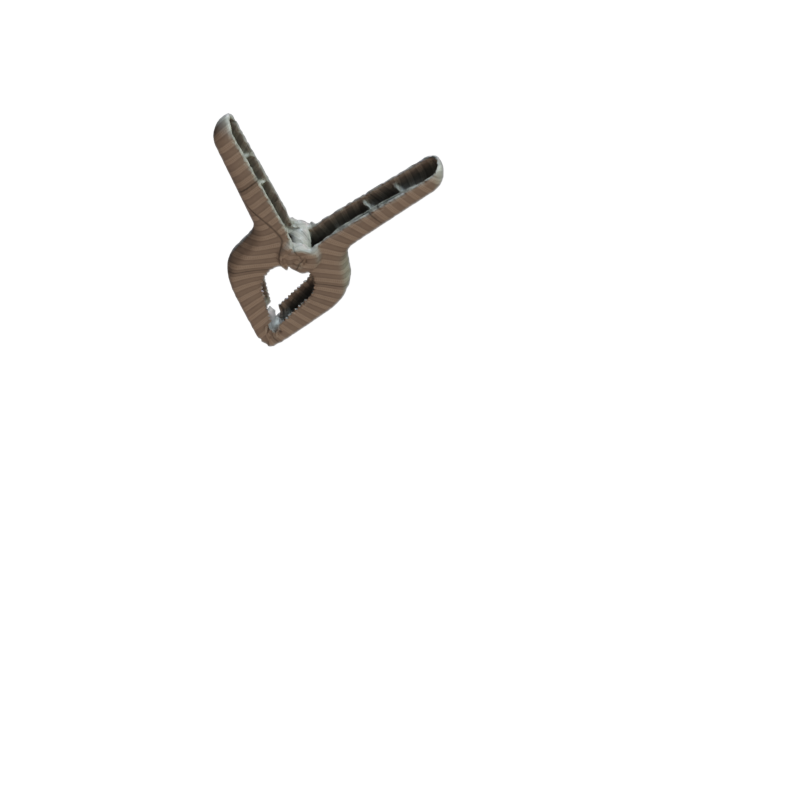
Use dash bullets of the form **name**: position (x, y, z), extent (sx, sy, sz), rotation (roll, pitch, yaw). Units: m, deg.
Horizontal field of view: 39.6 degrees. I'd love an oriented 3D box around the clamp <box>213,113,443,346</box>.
- **clamp**: position (-0.065, -0.118, 0.829), extent (0.163, 0.039, 0.198), rotation (7, -44, -7)
